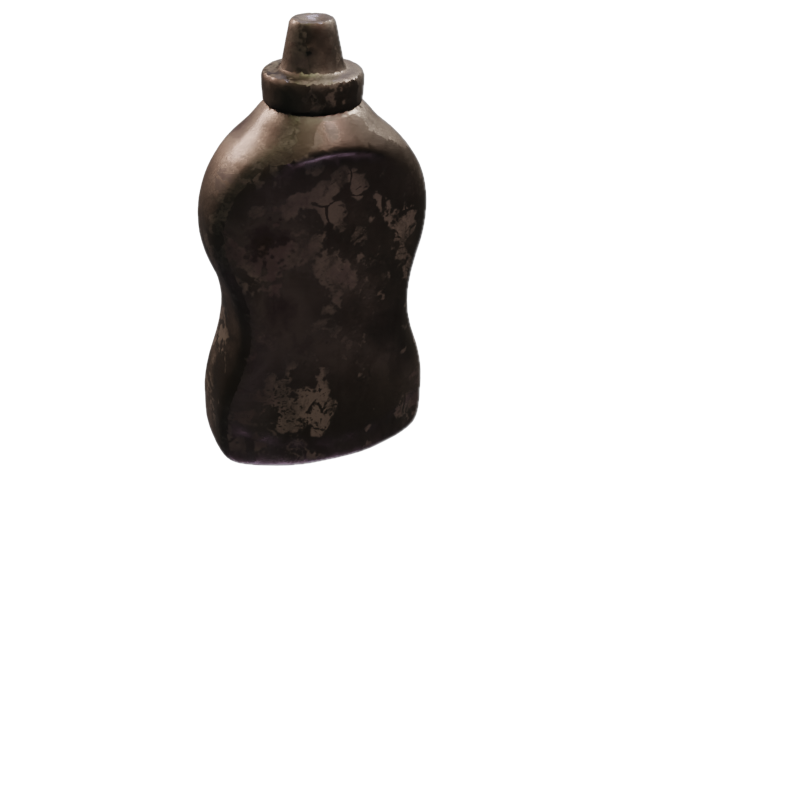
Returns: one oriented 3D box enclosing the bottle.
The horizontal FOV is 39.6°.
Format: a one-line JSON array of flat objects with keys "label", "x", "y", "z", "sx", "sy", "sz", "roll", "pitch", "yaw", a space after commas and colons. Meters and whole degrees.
[{"label": "bottle", "x": -0.037, "y": -0.067, "z": 0.470, "sx": 0.094, "sy": 0.181, "sz": 0.063, "roll": -8, "pitch": 30, "yaw": -18}]
